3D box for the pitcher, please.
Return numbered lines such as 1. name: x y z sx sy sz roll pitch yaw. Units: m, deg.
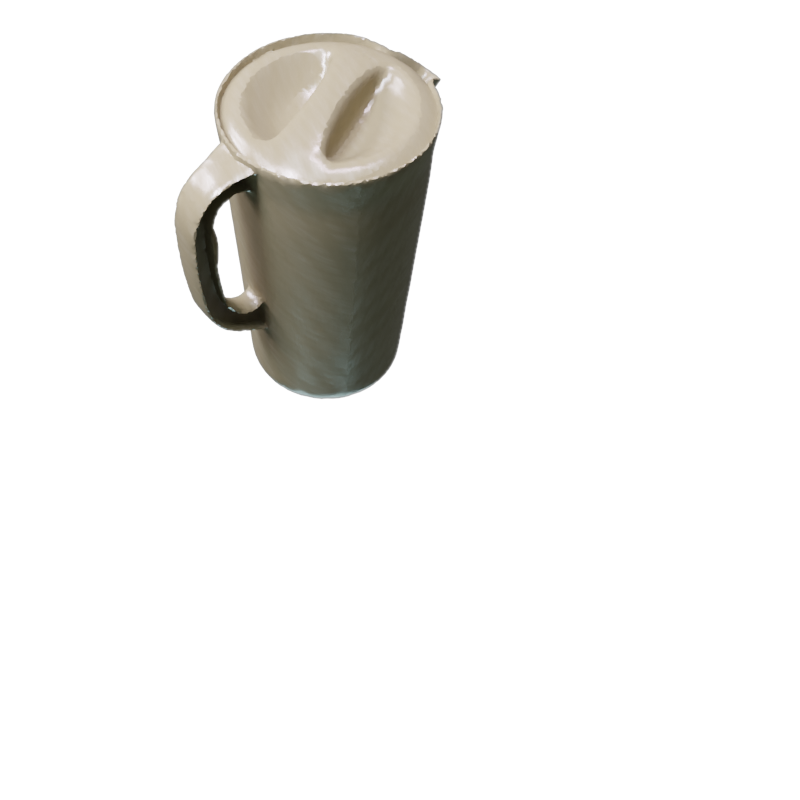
1. pitcher: -0.057 -0.104 0.726 0.150 0.155 0.227 5 -38 1
